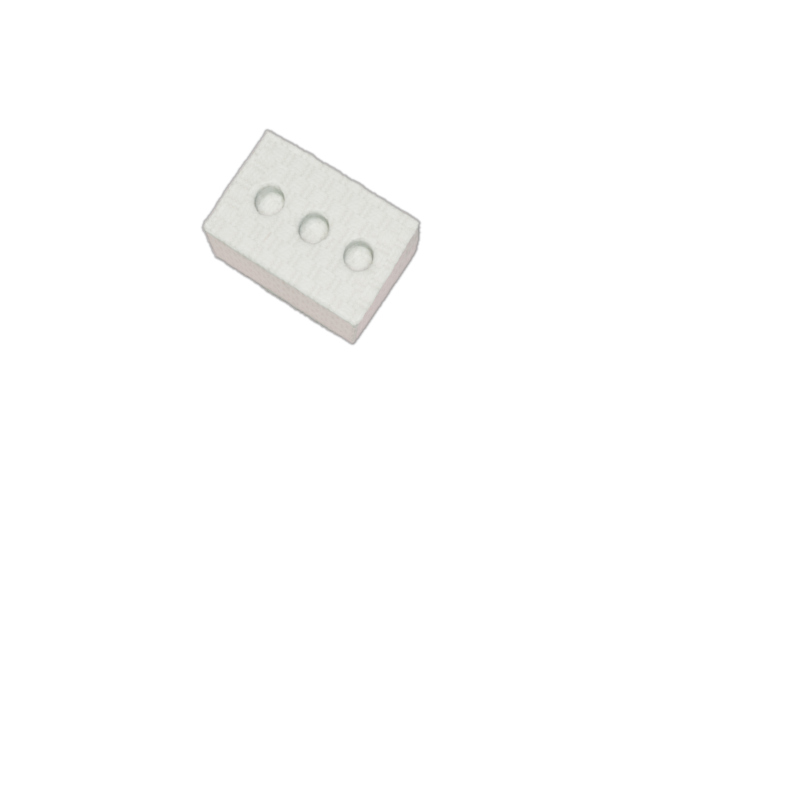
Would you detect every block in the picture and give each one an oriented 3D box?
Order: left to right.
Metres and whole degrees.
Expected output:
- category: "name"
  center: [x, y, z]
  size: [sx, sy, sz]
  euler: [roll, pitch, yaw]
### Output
- category: "block"
  center: [-0.037, -0.068, 0.478]
  size: [0.079, 0.053, 0.050]
  euler: [32, -10, 5]
